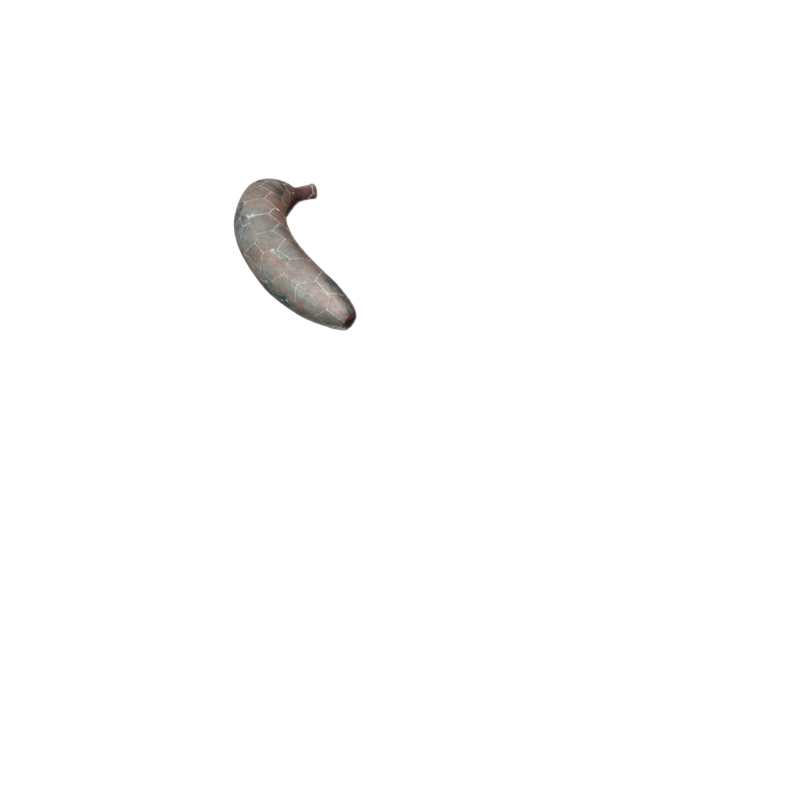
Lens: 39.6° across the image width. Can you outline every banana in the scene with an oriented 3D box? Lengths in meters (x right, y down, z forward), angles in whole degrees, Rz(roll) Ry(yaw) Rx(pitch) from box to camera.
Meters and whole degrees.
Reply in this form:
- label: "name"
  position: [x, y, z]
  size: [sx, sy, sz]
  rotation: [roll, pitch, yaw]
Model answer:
- label: "banana"
  position: [-0.079, -0.110, 0.767]
  size: [0.069, 0.034, 0.213]
  rotation: [-6, 36, -9]
